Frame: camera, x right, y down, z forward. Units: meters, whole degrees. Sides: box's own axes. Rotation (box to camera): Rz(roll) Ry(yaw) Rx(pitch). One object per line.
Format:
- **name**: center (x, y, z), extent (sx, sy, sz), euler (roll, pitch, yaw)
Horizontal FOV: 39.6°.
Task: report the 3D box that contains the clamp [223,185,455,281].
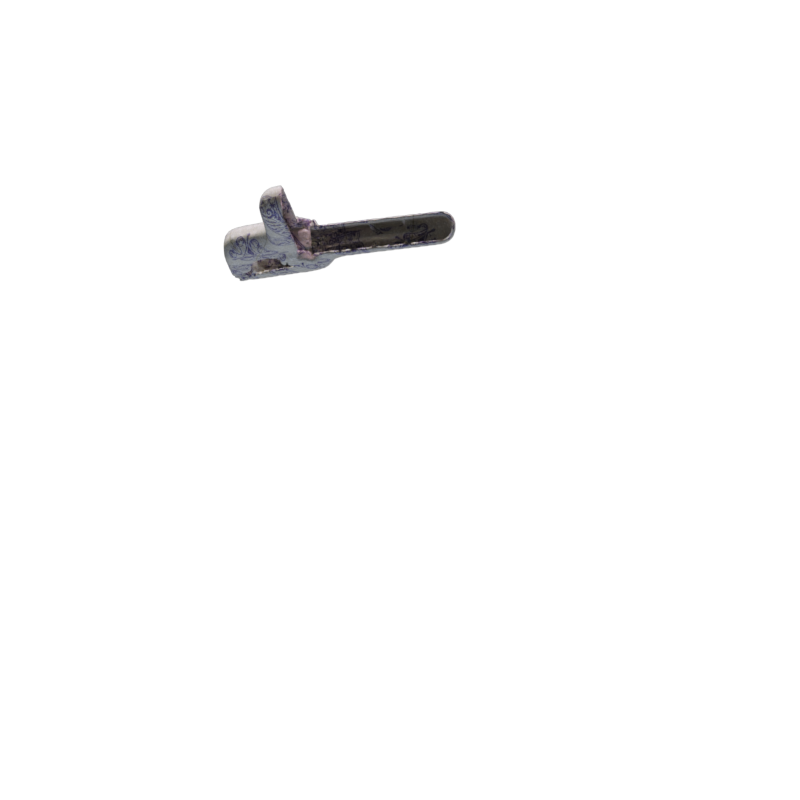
- **clamp**: center (-0.069, -0.126, 0.881), extent (0.159, 0.037, 0.212), euler (3, -7, -28)
